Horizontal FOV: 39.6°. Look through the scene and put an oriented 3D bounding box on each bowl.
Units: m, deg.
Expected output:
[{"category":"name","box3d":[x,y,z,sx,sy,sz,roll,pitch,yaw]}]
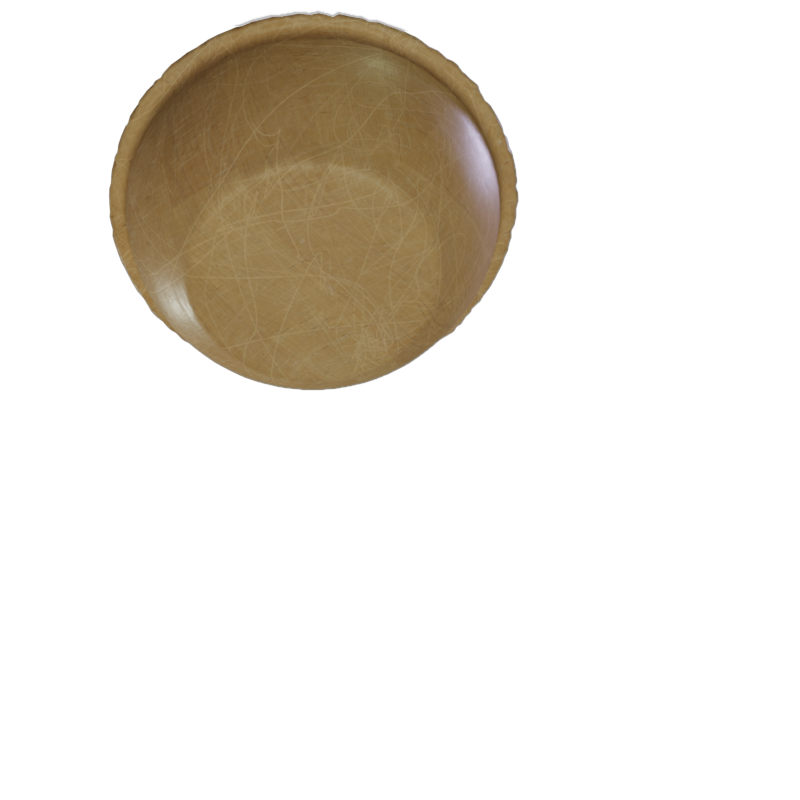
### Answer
[{"category":"bowl","box3d":[-0.033,-0.060,0.417,0.162,0.153,0.058,1,30,-1]}]
